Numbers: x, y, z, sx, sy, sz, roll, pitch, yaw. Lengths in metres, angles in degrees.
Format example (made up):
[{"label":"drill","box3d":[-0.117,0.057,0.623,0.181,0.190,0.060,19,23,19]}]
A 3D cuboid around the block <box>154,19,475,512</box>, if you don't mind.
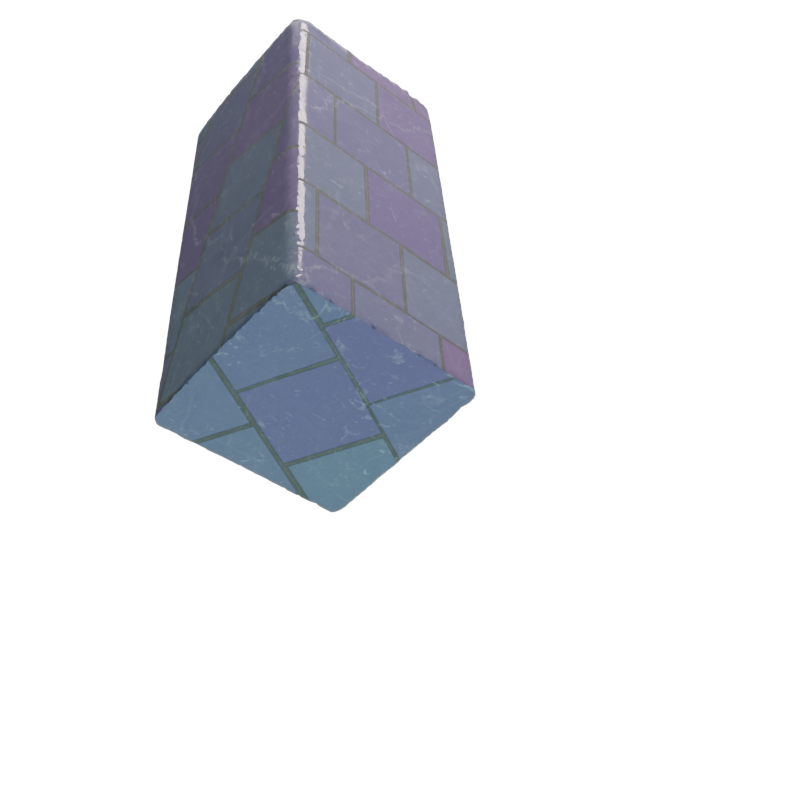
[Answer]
[{"label":"block","box3d":[-0.039,-0.071,0.496,0.086,0.221,0.088,30,-57,-27]}]
